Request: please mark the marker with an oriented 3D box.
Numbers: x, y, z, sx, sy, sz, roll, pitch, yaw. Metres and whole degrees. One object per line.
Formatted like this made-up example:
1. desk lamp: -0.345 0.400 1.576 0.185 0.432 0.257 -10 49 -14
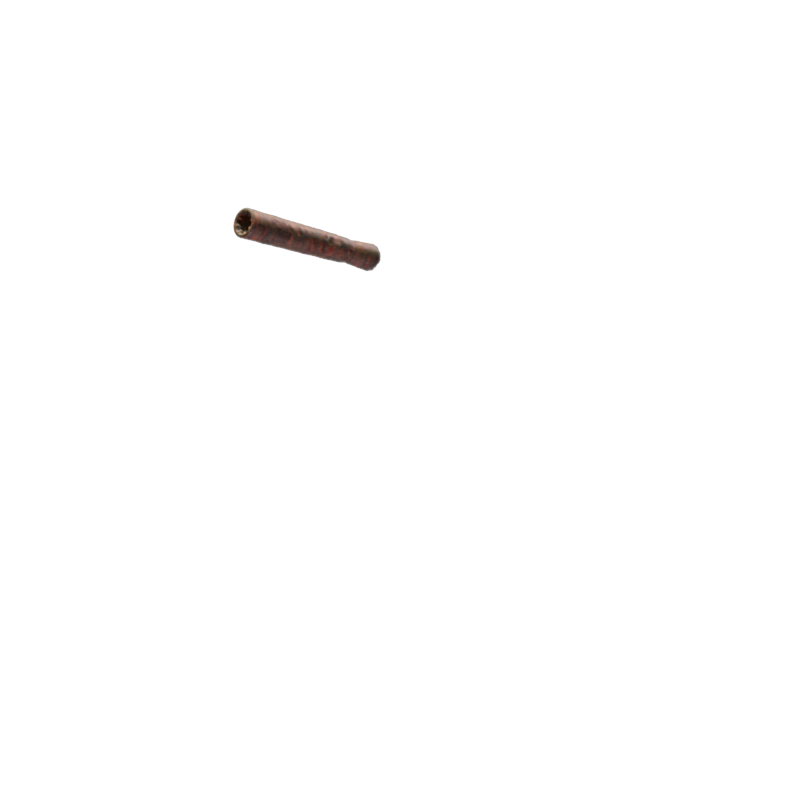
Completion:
1. marker: -0.055 -0.101 0.708 0.021 0.020 0.115 4 -3 44
